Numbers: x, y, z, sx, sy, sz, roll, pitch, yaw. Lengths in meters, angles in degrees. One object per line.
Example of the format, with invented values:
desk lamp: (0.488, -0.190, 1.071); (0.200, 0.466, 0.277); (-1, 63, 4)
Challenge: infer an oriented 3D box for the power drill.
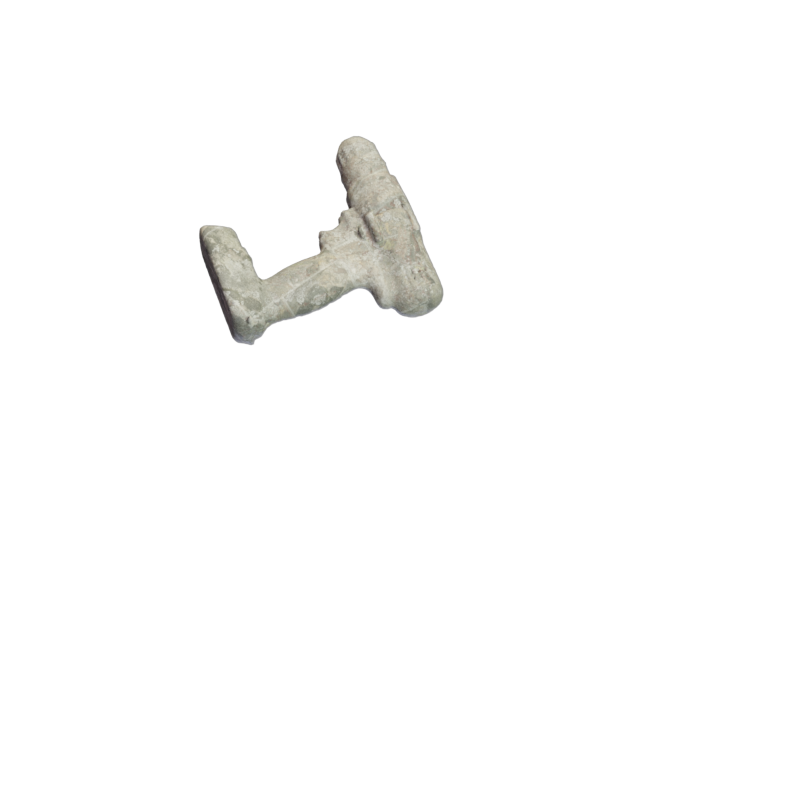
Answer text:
power drill: (-0.075, -0.138, 0.964); (0.186, 0.197, 0.054); (-18, -28, -10)
